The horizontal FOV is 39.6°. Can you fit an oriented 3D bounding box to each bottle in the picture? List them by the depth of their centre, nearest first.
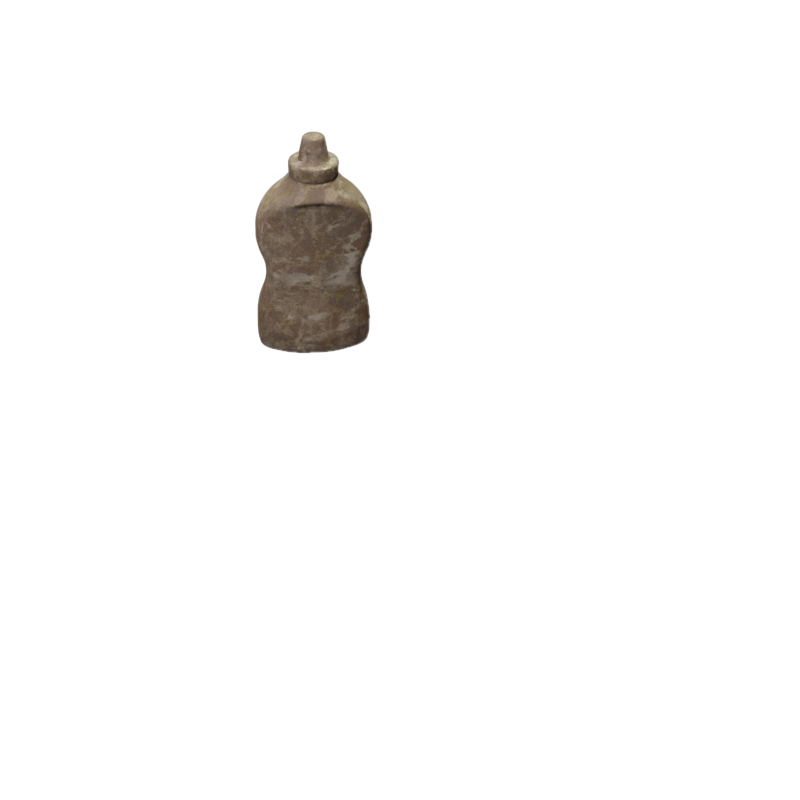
[{"bbox_3d":[-0.072,-0.131,0.919,0.096,0.180,0.062,-1,33,-4],"label":"bottle"}]
